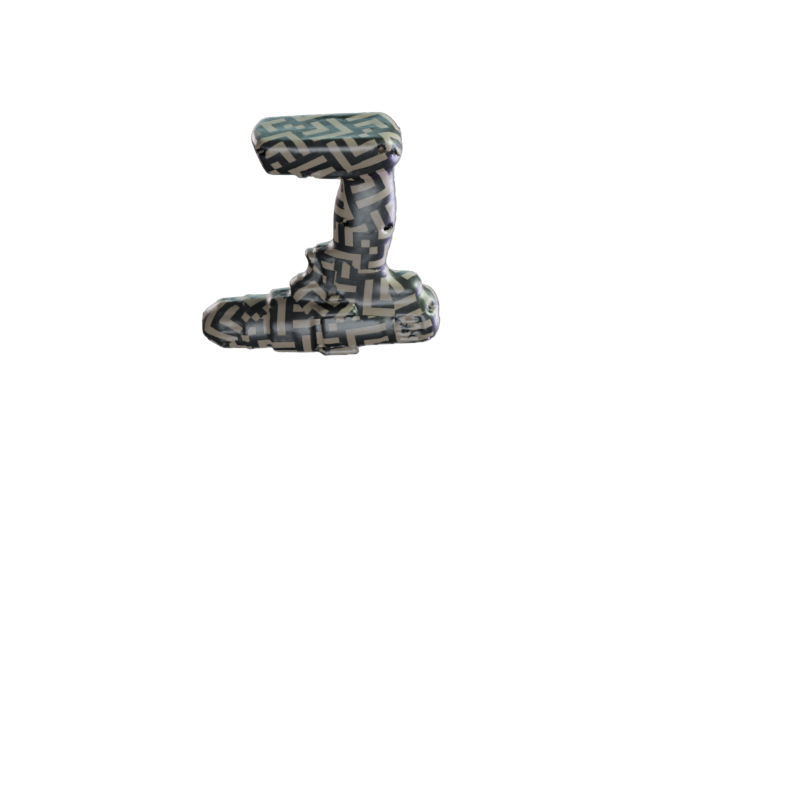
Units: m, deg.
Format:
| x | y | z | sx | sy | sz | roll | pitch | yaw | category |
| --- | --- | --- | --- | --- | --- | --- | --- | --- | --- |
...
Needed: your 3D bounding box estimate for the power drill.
| x | y | z | sx | sy | sz | roll | pitch | yaw | category |
| --- | --- | --- | --- | --- | --- | --- | --- | --- | --- |
| -0.065 | -0.118 | 0.825 | 0.185 | 0.176 | 0.061 | -3 | 33 | 1 | power drill |
